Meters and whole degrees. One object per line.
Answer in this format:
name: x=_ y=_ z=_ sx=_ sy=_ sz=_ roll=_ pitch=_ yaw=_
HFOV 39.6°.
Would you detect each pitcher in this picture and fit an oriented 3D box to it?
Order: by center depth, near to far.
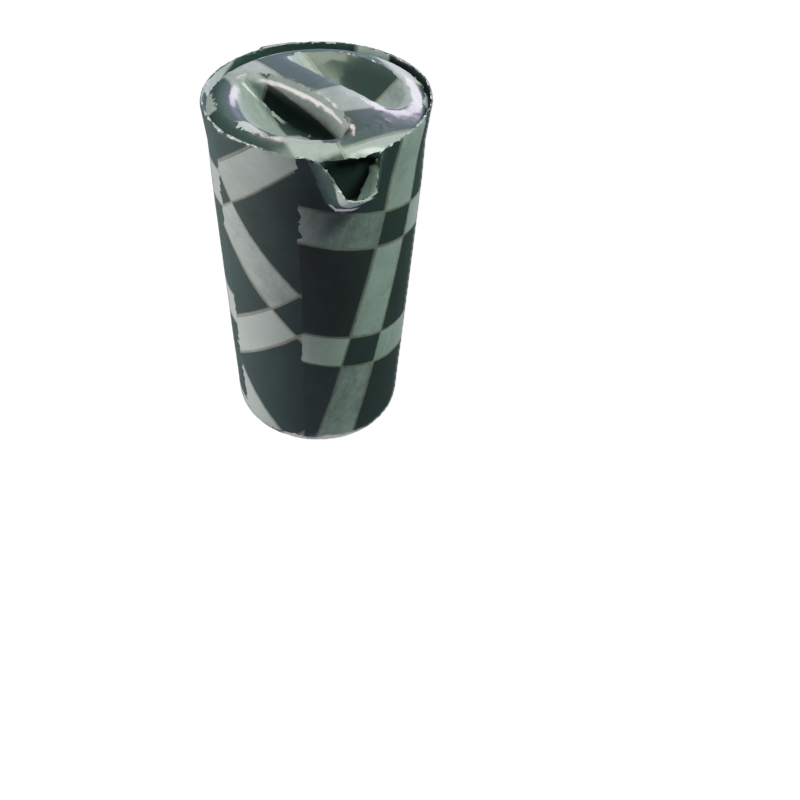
pitcher: x=-0.056 y=-0.101 z=0.710 sx=0.150 sy=0.227 sz=0.154 roll=19 pitch=43 yaw=18
